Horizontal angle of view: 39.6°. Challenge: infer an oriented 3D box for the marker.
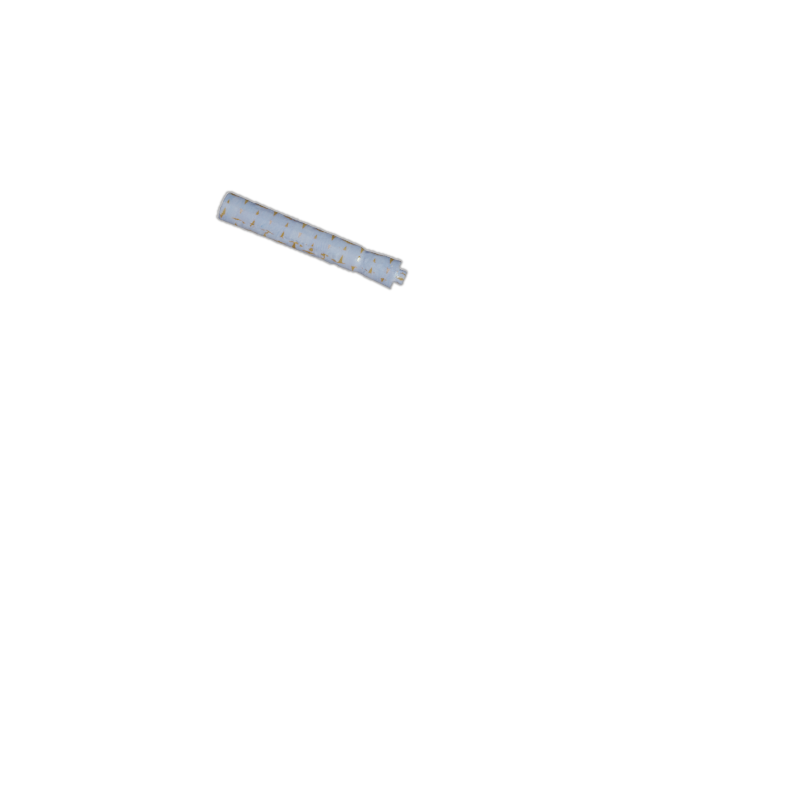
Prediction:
[{"bbox_3d":[-0.053,-0.097,0.681,0.122,0.020,0.020,23,5,5],"label":"marker"}]
